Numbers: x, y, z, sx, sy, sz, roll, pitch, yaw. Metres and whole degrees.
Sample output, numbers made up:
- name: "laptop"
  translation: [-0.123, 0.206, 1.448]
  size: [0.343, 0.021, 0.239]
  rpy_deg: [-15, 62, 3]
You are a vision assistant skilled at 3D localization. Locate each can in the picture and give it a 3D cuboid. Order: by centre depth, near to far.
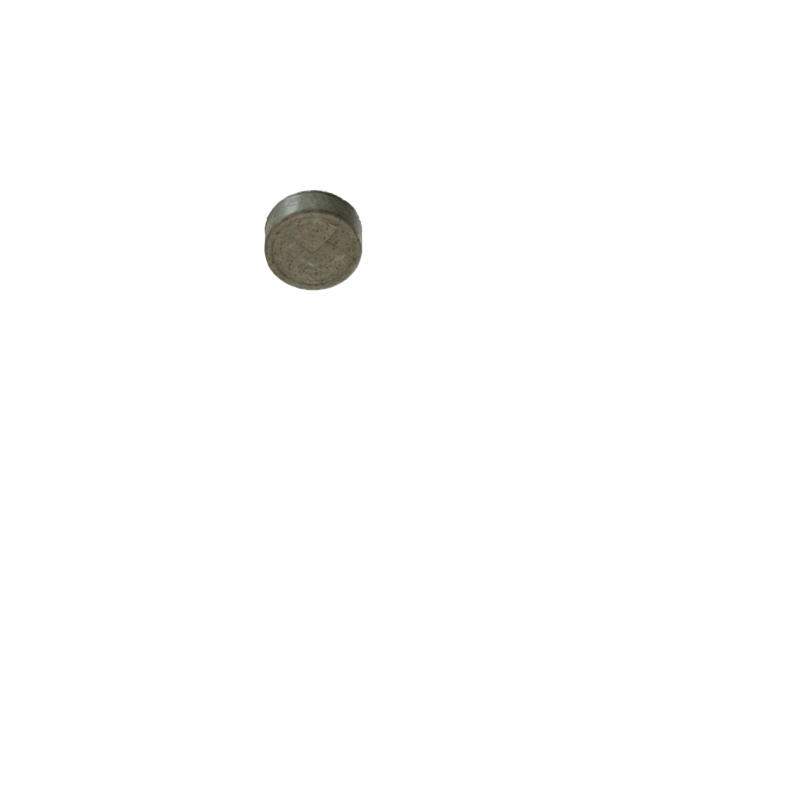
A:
- name: "can"
  translation: [-0.075, -0.137, 0.961]
  size: [0.086, 0.080, 0.036]
  rpy_deg: [1, 38, -1]
